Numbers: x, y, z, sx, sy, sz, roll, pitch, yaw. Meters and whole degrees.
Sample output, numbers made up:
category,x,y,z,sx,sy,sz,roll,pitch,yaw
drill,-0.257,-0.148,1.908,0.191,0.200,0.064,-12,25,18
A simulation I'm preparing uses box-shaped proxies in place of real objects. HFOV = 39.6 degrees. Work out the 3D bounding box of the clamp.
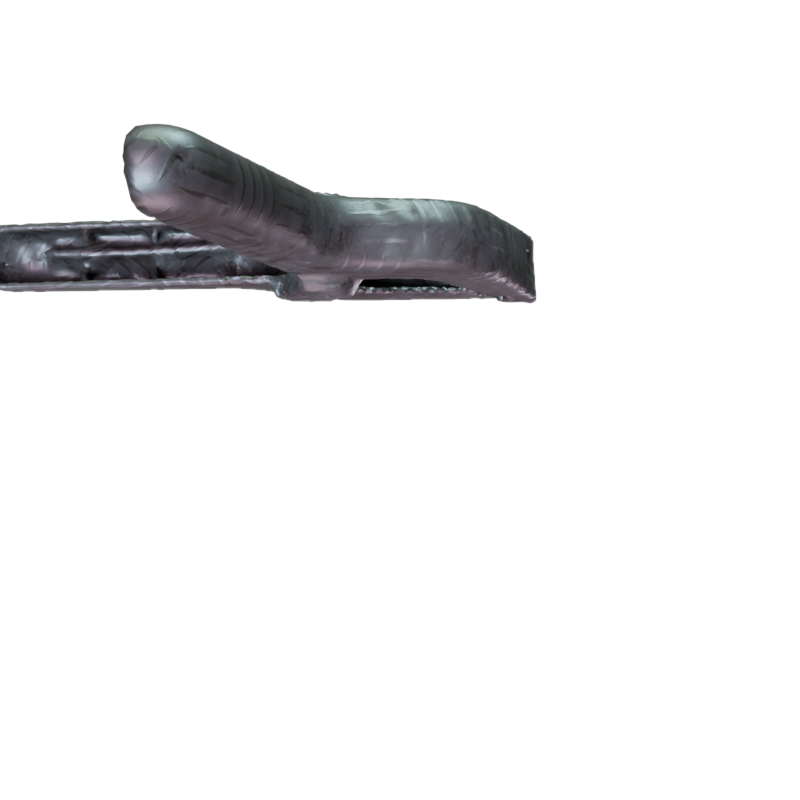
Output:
category,x,y,z,sx,sy,sz,roll,pitch,yaw
clamp,-0.030,-0.055,0.387,0.203,0.037,0.167,1,-3,-25
